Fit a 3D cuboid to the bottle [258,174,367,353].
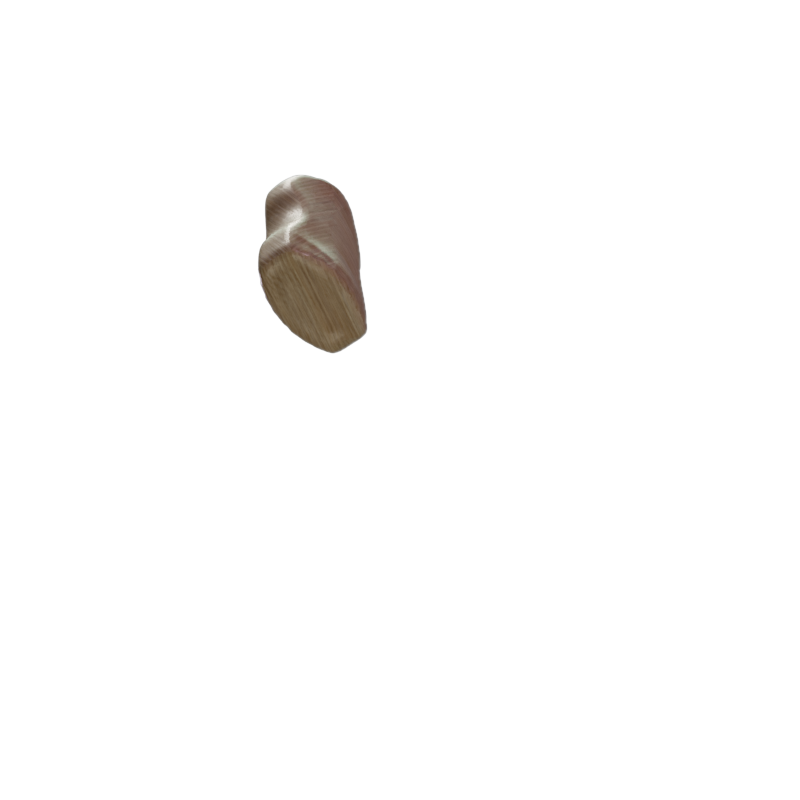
[{"bbox_3d":[-0.068,-0.125,0.875,0.058,0.090,0.204,-35,29,18],"label":"bottle"}]
